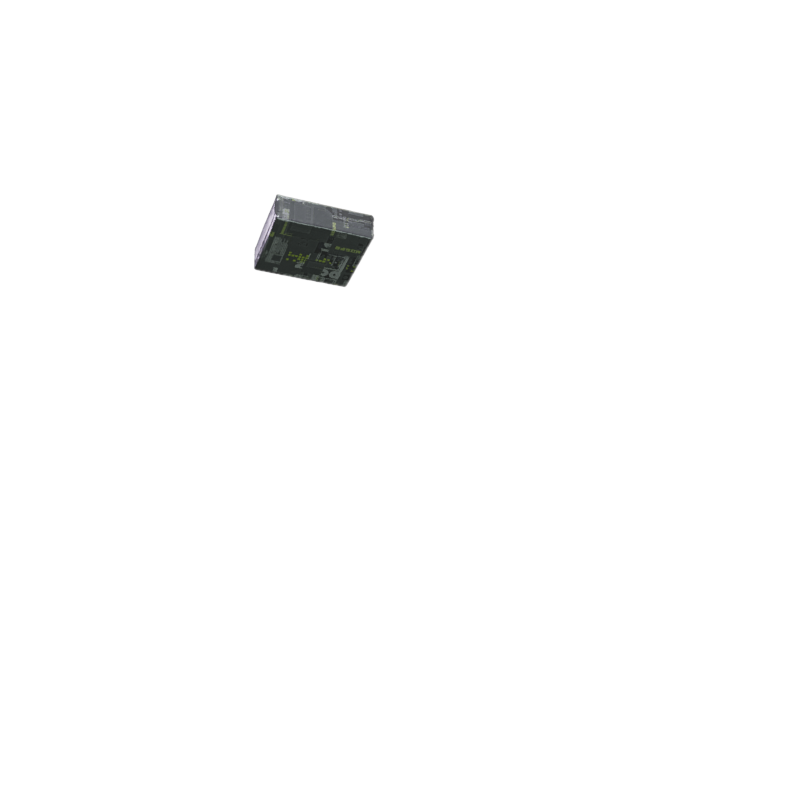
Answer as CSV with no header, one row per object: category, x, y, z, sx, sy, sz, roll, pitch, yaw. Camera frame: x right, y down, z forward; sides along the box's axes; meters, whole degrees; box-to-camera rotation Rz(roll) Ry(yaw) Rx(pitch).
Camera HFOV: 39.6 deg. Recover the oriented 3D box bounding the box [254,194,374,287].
box,-0.075,-0.138,0.964,0.087,0.032,0.070,11,-37,-15
